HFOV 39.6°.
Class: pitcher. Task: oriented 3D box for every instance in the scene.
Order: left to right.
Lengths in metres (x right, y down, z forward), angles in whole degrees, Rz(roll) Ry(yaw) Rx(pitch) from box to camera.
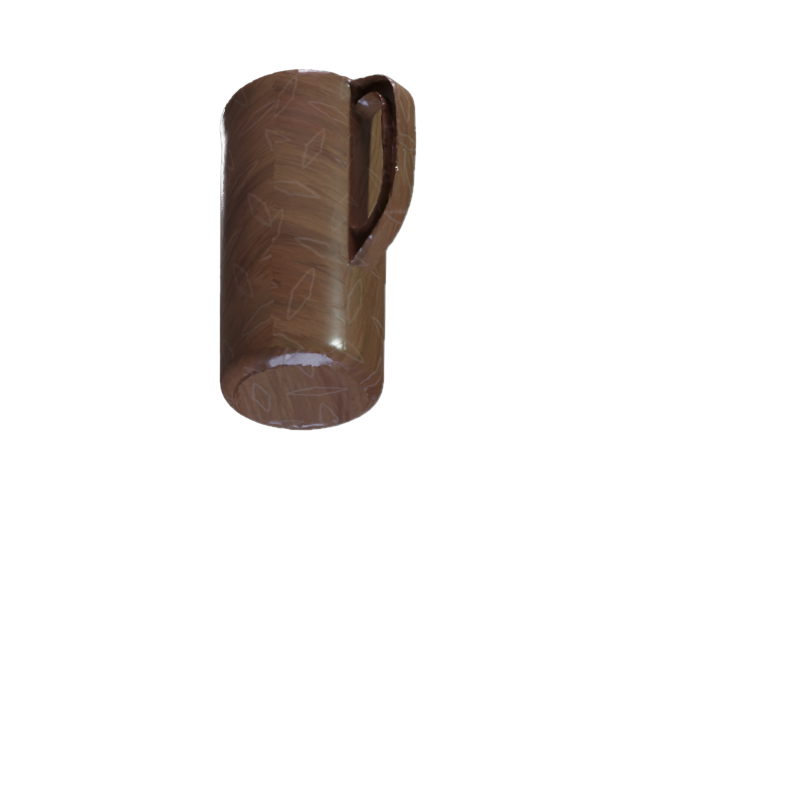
[{"bbox_3d":[-0.061,-0.112,0.785,0.145,0.260,0.139,-1,-33,-2],"label":"pitcher"}]
